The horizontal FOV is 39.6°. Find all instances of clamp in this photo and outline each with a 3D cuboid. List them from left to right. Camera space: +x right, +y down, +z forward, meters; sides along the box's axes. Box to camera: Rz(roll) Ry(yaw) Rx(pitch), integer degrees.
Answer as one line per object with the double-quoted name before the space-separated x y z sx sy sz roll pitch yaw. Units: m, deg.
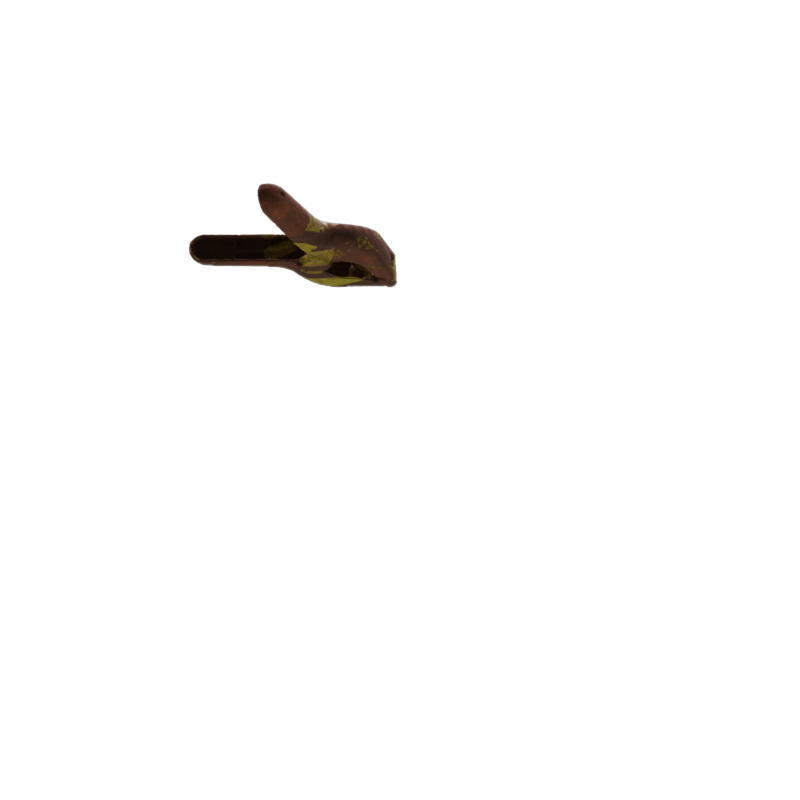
"clamp" -0.068 -0.125 0.875 0.165 0.041 0.120 6 -15 -25
